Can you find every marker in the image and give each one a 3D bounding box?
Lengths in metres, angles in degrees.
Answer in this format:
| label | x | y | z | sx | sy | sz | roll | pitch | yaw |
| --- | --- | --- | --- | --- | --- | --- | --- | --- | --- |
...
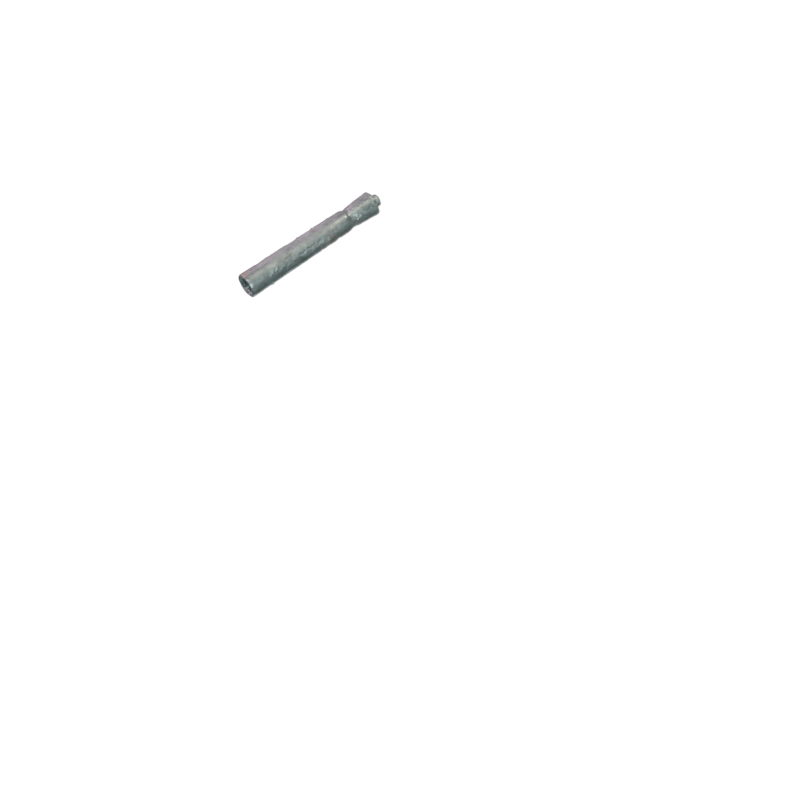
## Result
| label | x | y | z | sx | sy | sz | roll | pitch | yaw |
| --- | --- | --- | --- | --- | --- | --- | --- | --- | --- |
| marker | -0.062 | -0.114 | 0.796 | 0.122 | 0.019 | 0.020 | -37 | 18 | -20 |
